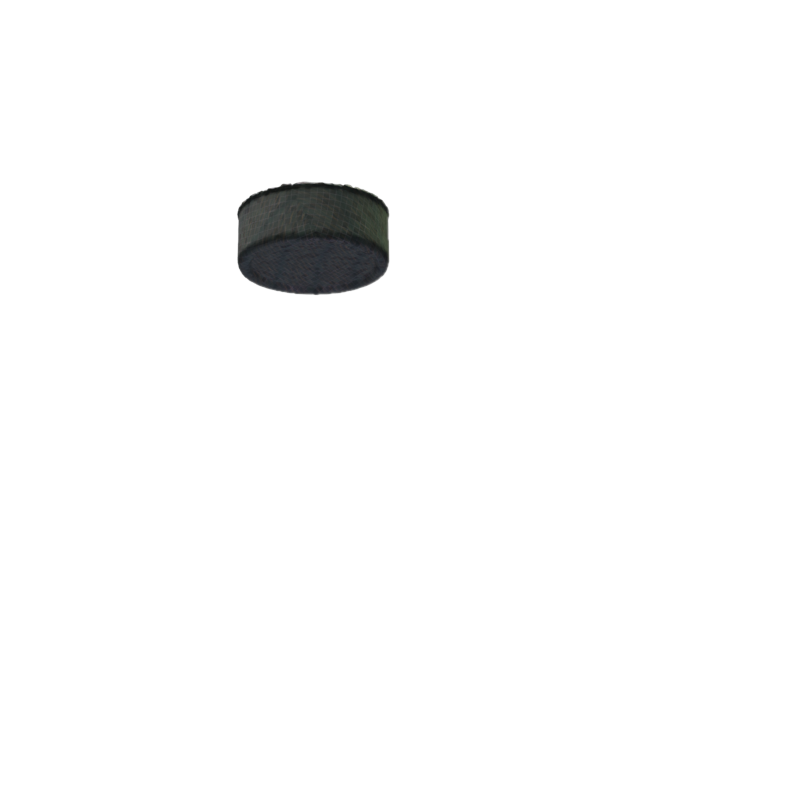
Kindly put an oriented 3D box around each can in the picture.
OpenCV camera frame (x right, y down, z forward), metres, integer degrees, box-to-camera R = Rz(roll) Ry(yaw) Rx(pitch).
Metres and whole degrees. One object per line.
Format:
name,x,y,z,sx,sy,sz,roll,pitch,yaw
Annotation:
can,-0.048,-0.088,0.619,0.086,0.035,0.082,0,-17,-2
